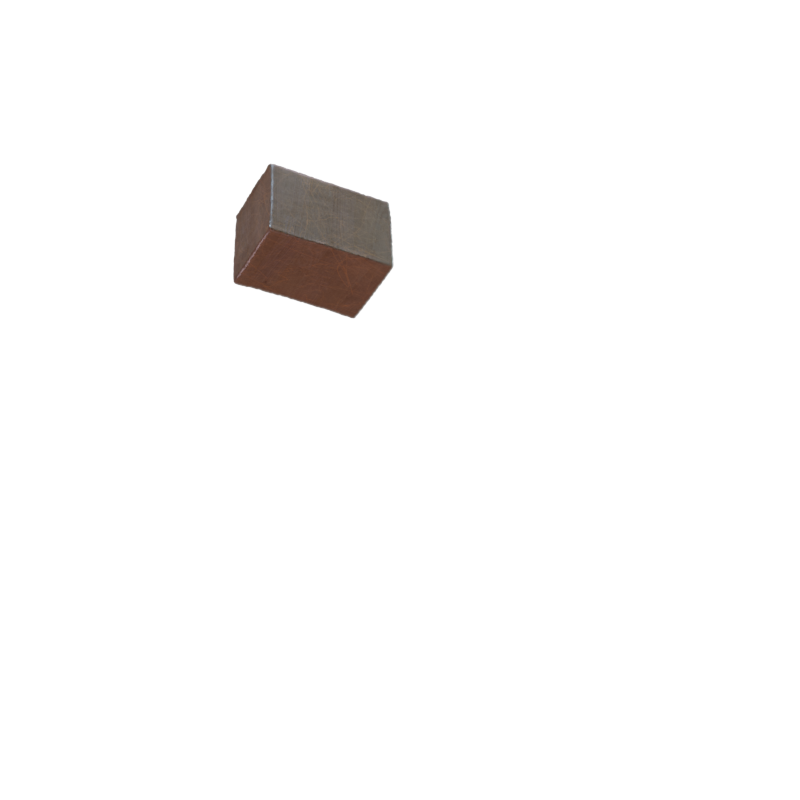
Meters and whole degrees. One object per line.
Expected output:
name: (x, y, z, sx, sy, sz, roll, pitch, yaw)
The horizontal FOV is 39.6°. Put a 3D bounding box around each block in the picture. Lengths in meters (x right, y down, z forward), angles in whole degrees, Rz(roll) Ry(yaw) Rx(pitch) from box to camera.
block: (-0.049, -0.090, 0.631, 0.075, 0.055, 0.051, 17, -42, -21)
